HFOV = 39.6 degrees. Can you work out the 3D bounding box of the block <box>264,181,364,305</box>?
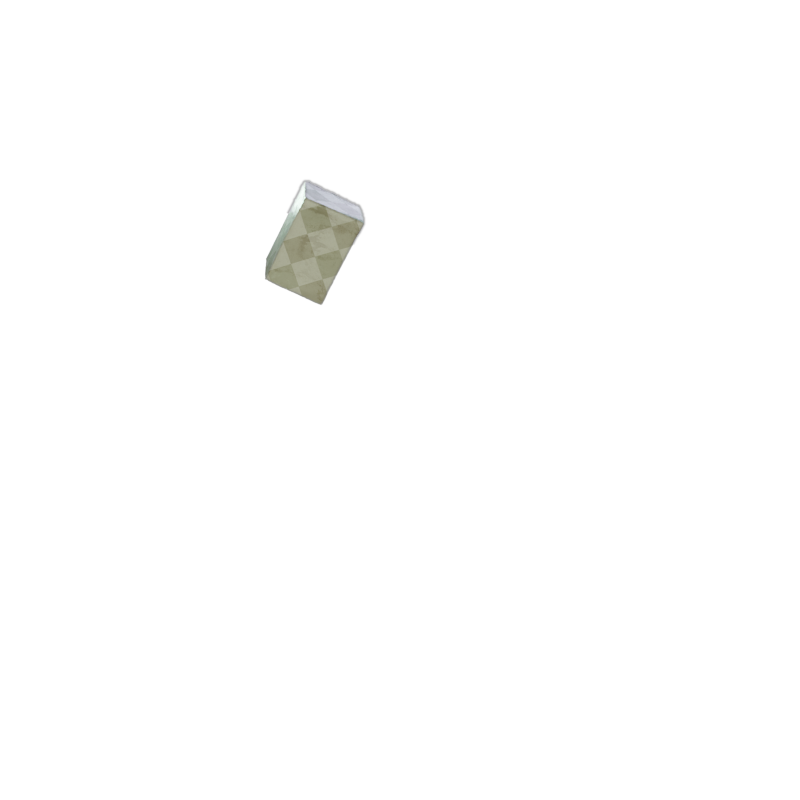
[{"bbox_3d":[-0.069,-0.127,0.887,0.051,0.076,0.054,25,20,-12],"label":"block"}]
